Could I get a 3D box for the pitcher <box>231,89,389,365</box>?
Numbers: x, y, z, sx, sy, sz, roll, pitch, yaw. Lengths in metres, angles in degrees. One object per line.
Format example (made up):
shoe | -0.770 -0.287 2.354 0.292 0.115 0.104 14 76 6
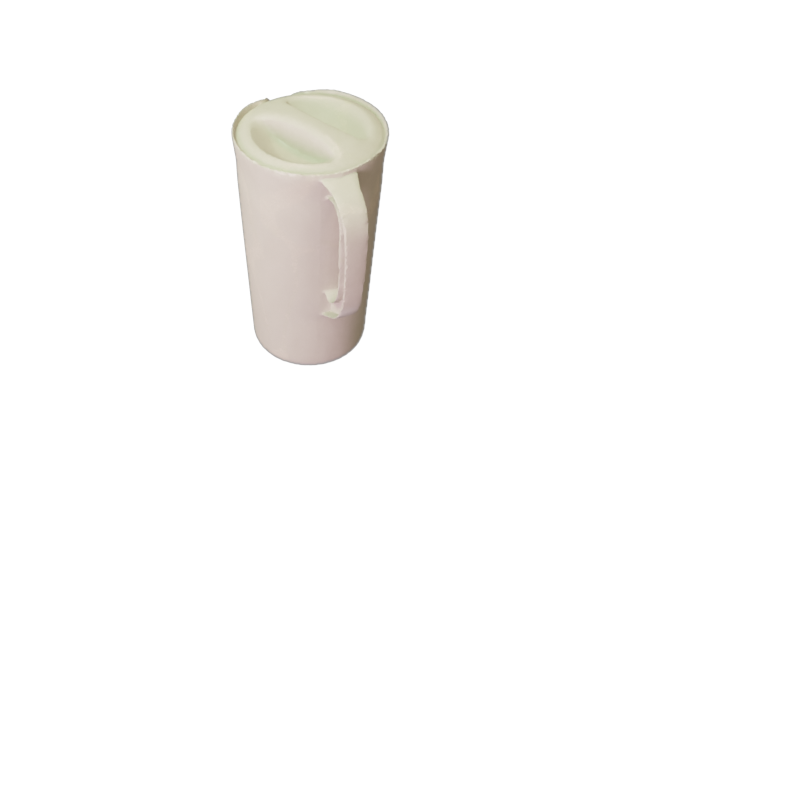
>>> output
pitcher | -0.078 -0.142 0.998 0.149 0.226 0.155 16 44 14
